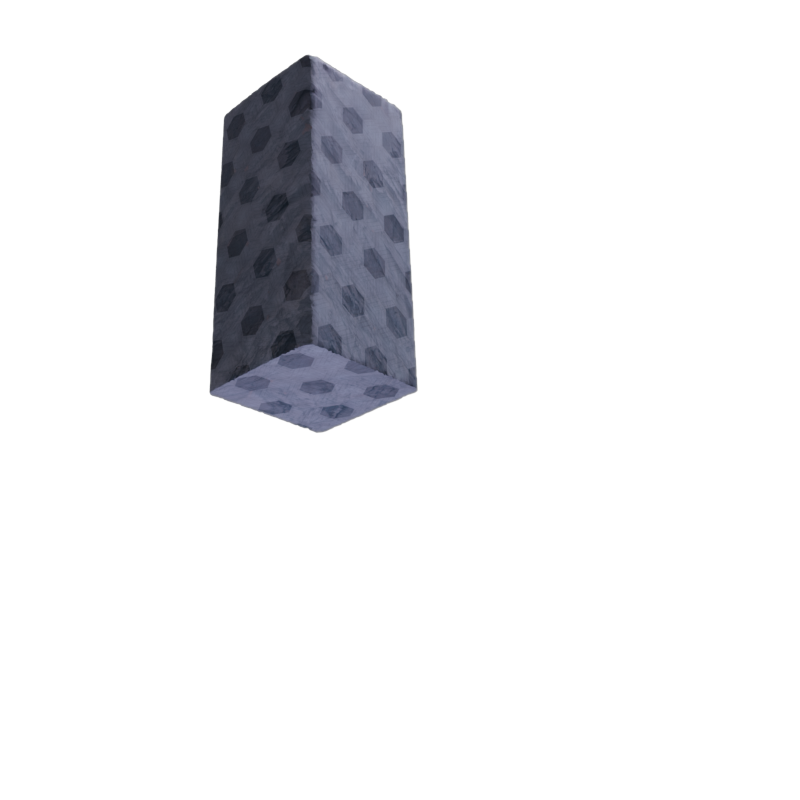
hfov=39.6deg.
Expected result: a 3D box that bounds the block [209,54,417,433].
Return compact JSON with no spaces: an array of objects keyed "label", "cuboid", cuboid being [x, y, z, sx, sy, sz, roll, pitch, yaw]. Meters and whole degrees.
[{"label":"block","cuboid":[-0.054,-0.100,0.696,0.085,0.220,0.090,25,-39,-38]}]
